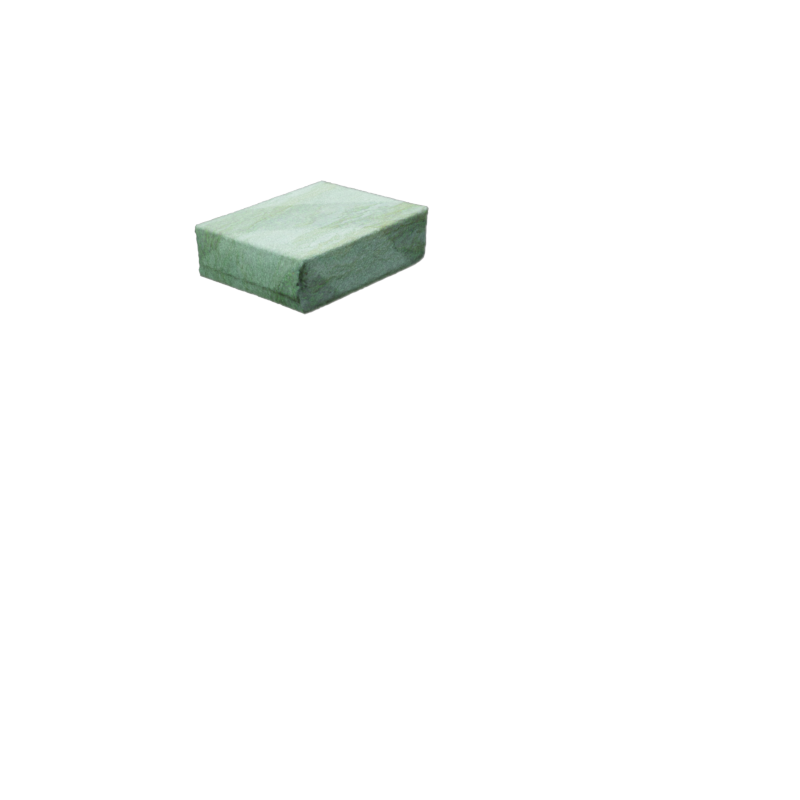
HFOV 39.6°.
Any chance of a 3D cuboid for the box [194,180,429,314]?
[{"bbox_3d":[-0.052,-0.095,0.662,0.095,0.037,0.113,21,33,36],"label":"box"}]
